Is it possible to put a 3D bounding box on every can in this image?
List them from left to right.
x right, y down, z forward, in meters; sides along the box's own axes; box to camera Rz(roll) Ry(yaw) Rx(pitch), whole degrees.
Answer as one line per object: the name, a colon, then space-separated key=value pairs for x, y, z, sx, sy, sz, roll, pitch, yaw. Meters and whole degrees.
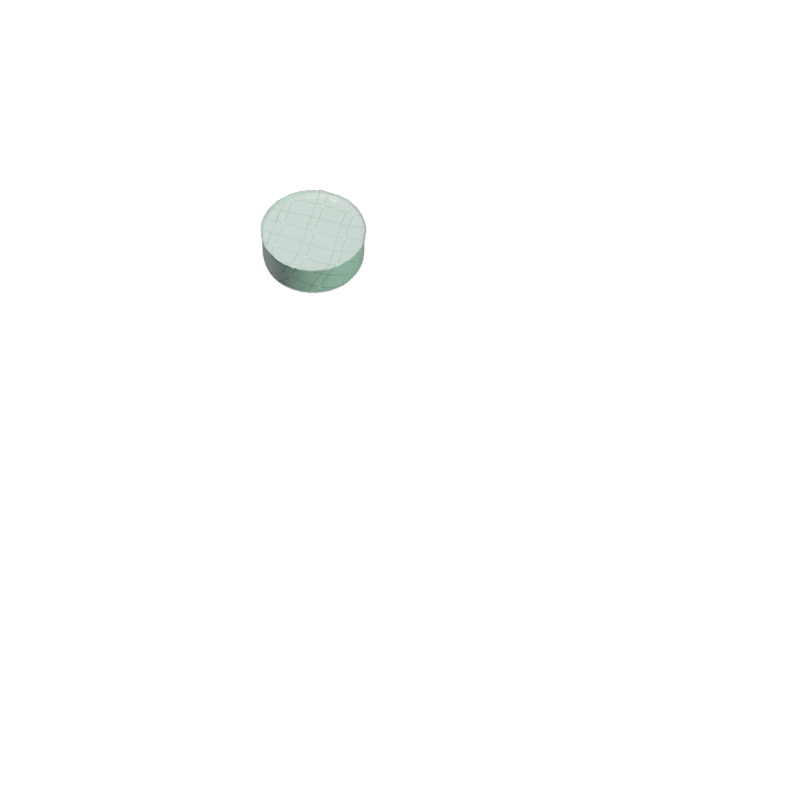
can: x=-0.071 y=-0.130 z=0.911 sx=0.086 sy=0.092 sz=0.031 roll=-1 pitch=-37 yaw=-1
